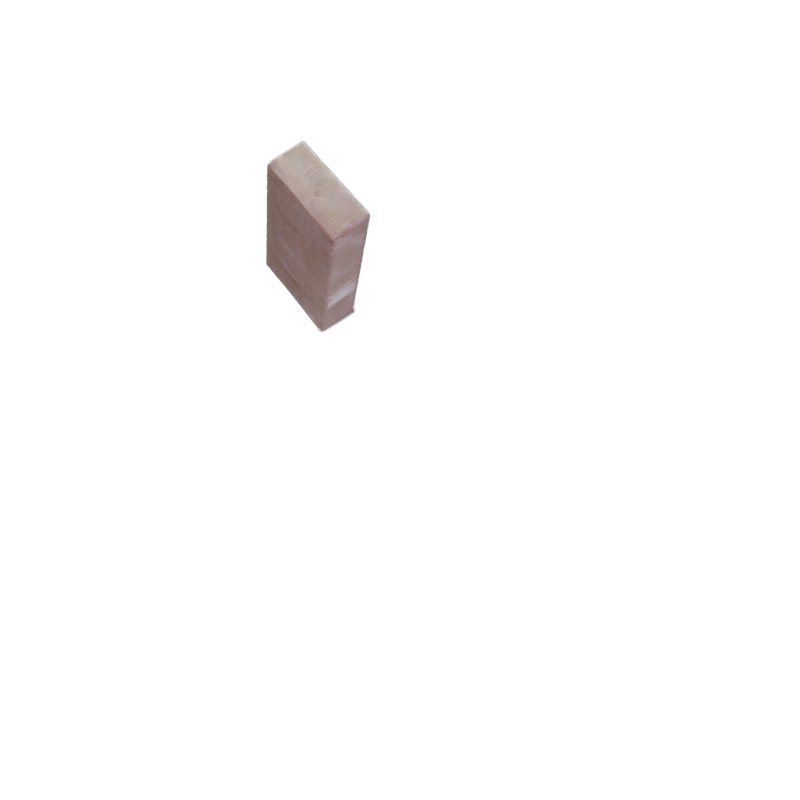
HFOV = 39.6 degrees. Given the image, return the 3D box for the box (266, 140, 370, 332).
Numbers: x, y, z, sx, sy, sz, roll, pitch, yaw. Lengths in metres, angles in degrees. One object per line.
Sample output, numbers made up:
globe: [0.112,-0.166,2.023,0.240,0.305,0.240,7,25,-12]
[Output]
box: [-0.076,-0.138,0.965,0.048,0.098,0.167,-34,-17,-16]
